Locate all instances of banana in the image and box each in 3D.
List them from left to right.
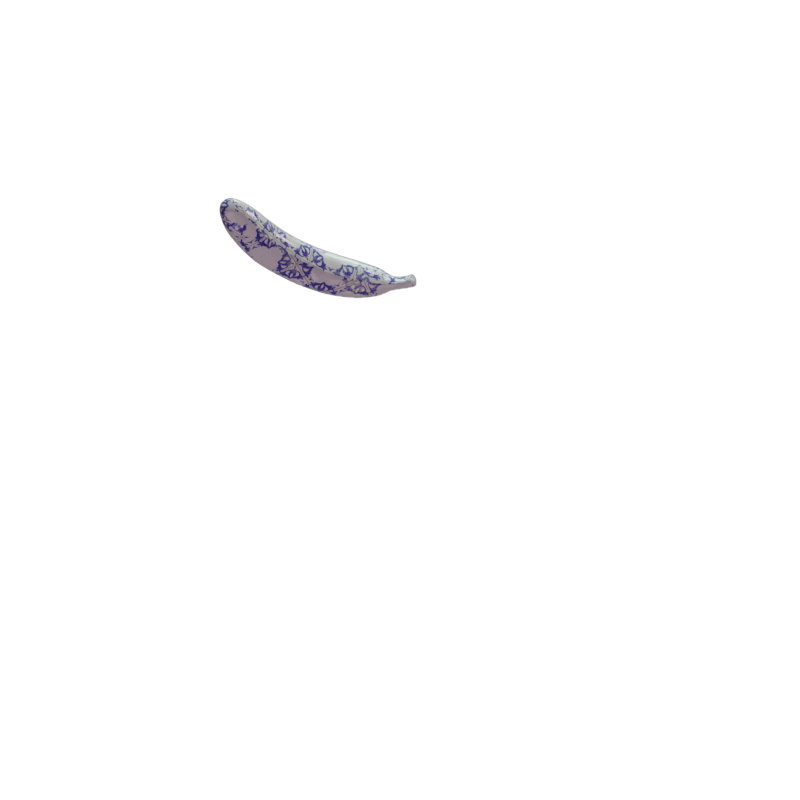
[{"bbox_3d":[-0.083,-0.130,0.982,0.188,0.039,0.068,18,-37,-27],"label":"banana"}]
